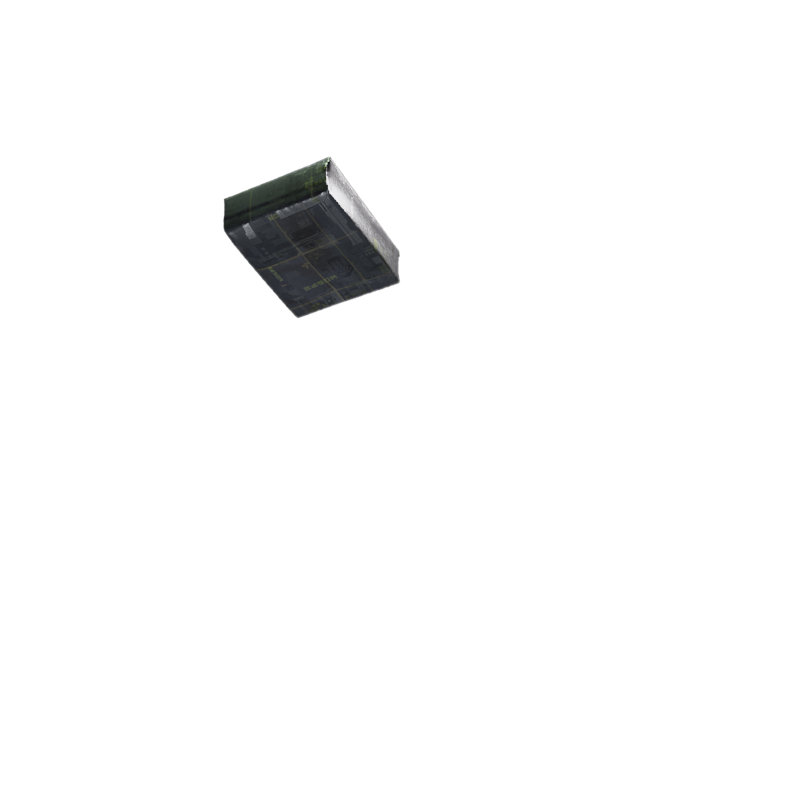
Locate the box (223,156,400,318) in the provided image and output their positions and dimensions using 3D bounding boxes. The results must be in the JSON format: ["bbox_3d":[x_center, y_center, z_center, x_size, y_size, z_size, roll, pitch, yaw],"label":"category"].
[{"bbox_3d":[-0.064,-0.116,0.810,0.091,0.042,0.105,-18,-42,21],"label":"box"}]
